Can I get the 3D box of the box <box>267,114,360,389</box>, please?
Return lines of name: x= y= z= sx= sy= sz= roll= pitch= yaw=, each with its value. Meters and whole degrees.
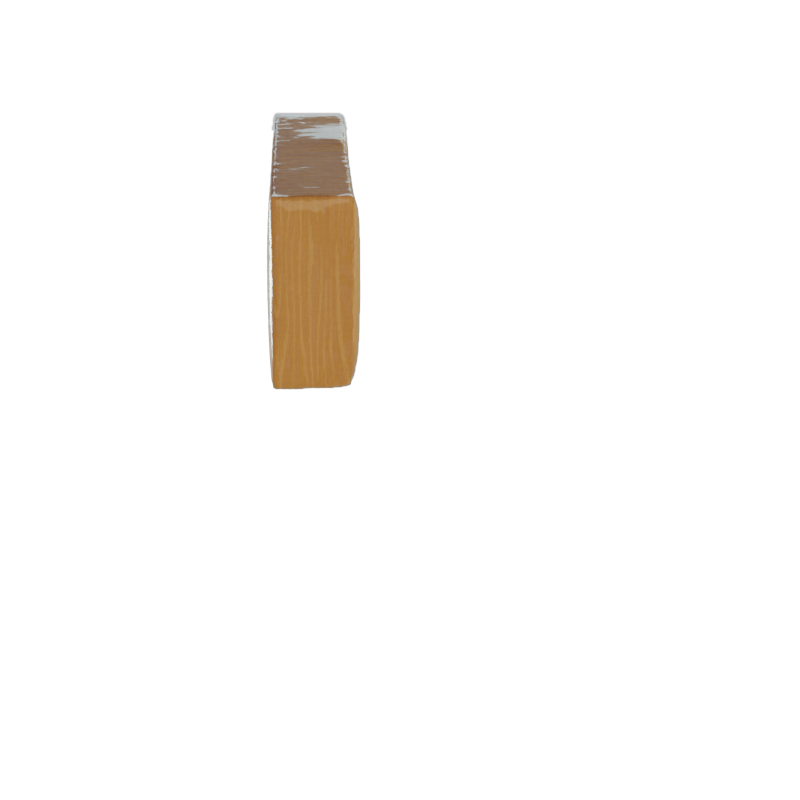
box: x=-0.073 y=-0.133 z=0.930 sx=0.072 sy=0.155 sz=0.226 roll=0 pitch=28 yaw=-4
